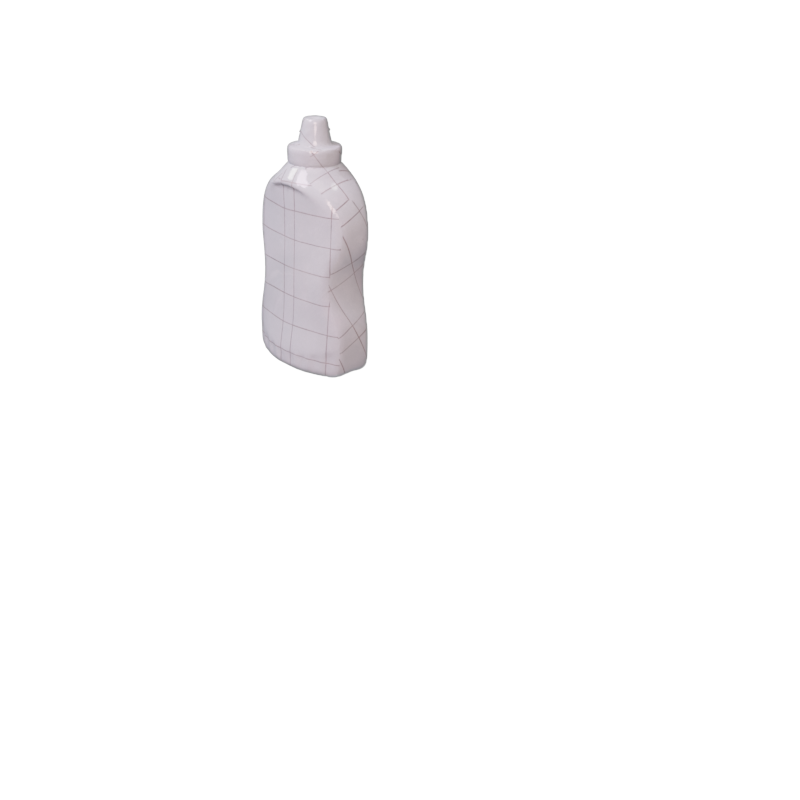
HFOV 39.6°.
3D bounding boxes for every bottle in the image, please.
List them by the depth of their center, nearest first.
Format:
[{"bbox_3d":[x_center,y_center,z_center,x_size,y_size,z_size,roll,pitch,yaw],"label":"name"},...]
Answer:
[{"bbox_3d":[-0.066,-0.121,0.844,0.057,0.184,0.102,-14,25,-38],"label":"bottle"}]
